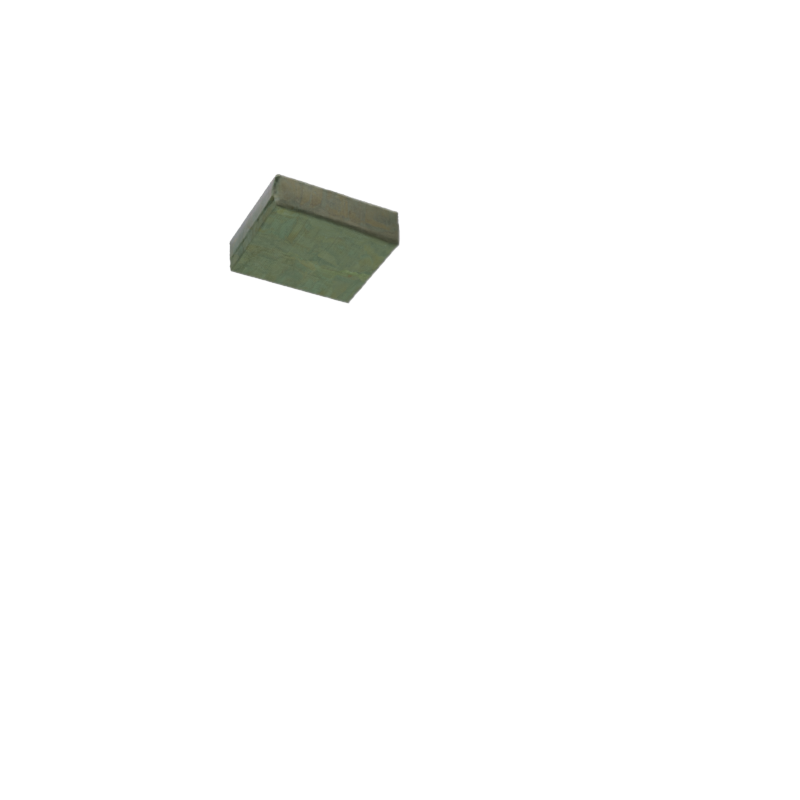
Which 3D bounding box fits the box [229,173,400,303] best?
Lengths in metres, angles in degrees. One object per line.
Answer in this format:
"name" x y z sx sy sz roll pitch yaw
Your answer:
"box" -0.070 -0.127 0.892 0.109 0.042 0.087 17 -39 -23
